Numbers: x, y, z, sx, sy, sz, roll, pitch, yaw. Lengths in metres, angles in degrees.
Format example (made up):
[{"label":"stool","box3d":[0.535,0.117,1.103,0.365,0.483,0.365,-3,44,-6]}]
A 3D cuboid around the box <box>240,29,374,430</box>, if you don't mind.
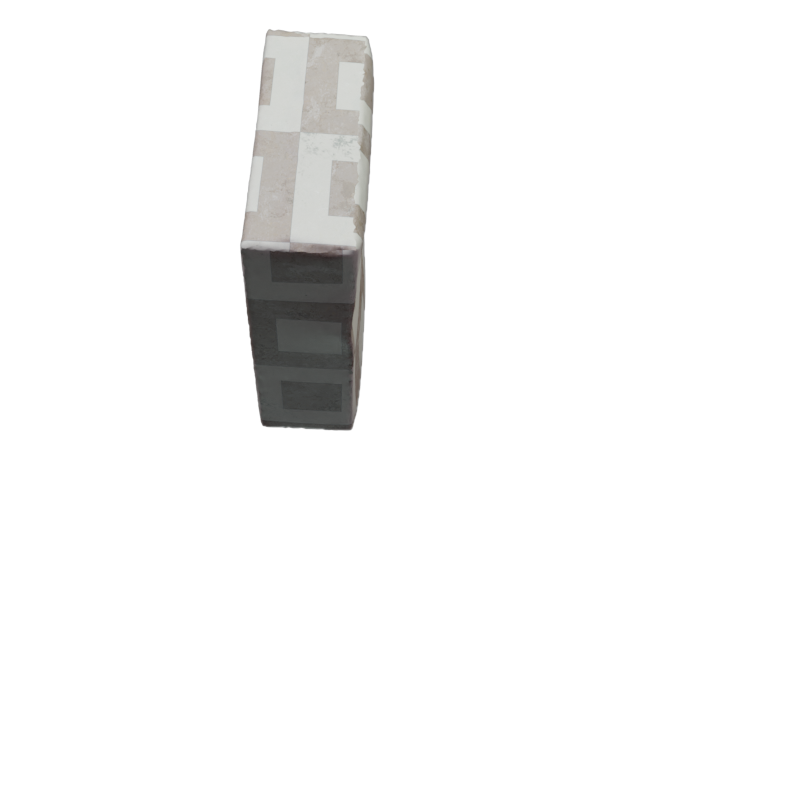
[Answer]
[{"label":"box","box3d":[-0.055,-0.101,0.705,0.072,0.175,0.201,3,-31,-2]}]
